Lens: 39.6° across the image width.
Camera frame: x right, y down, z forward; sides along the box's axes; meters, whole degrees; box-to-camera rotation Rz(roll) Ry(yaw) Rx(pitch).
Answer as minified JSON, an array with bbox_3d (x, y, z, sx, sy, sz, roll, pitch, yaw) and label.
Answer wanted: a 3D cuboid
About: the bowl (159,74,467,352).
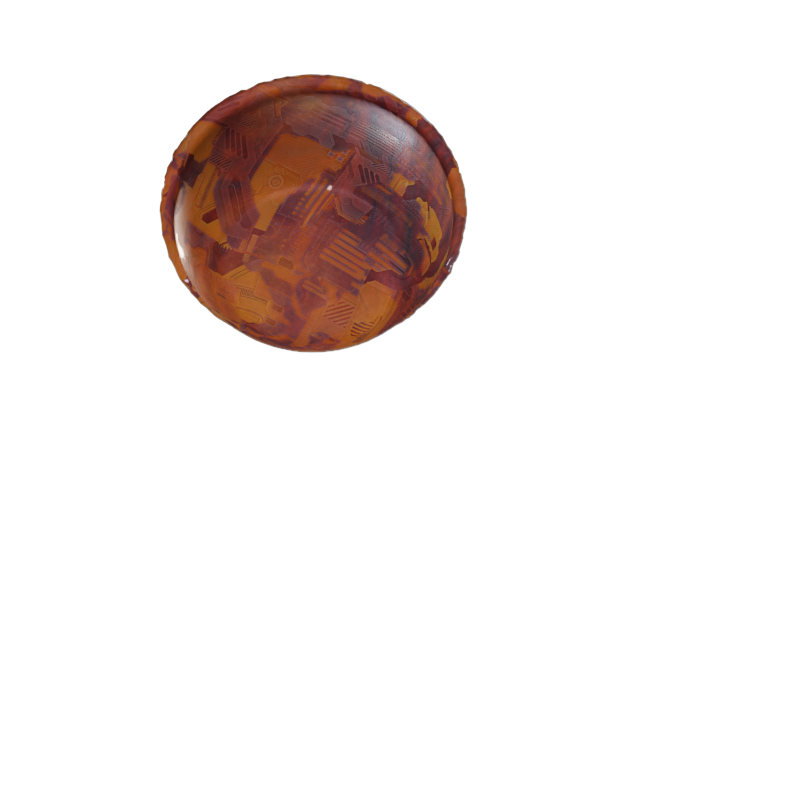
[{"bbox_3d":[-0.044,-0.080,0.563,0.162,0.152,0.058,1,31,-1],"label":"bowl"}]
